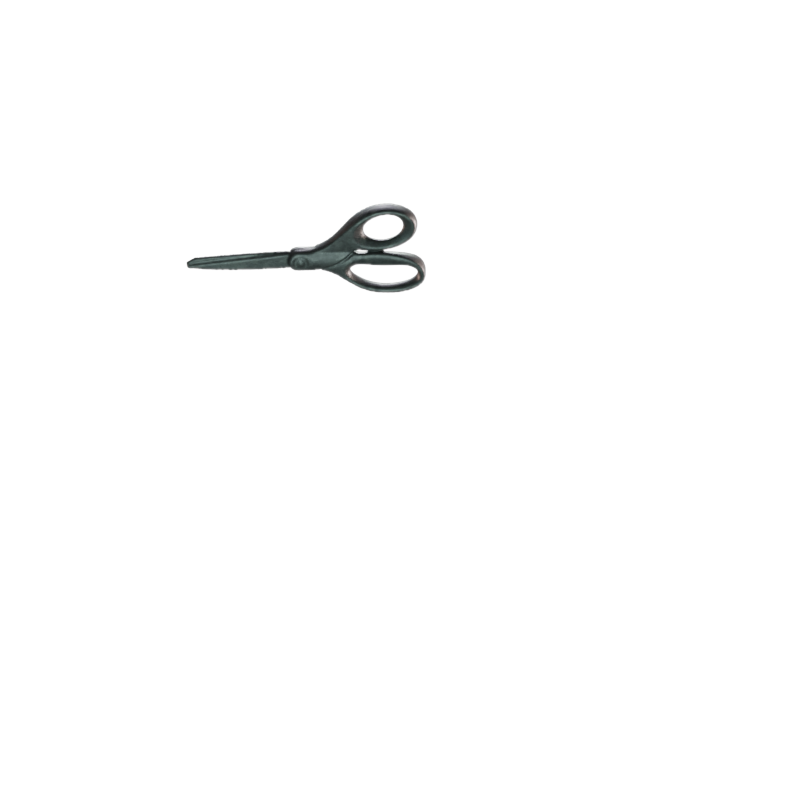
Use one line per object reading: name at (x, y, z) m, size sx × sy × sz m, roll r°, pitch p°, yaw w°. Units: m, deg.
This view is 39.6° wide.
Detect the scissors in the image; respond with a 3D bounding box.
scissors at (-0.073, -0.133, 0.930) m, size 0.199 × 0.091 × 0.017 m, roll 9°, pitch 38°, yaw -7°
